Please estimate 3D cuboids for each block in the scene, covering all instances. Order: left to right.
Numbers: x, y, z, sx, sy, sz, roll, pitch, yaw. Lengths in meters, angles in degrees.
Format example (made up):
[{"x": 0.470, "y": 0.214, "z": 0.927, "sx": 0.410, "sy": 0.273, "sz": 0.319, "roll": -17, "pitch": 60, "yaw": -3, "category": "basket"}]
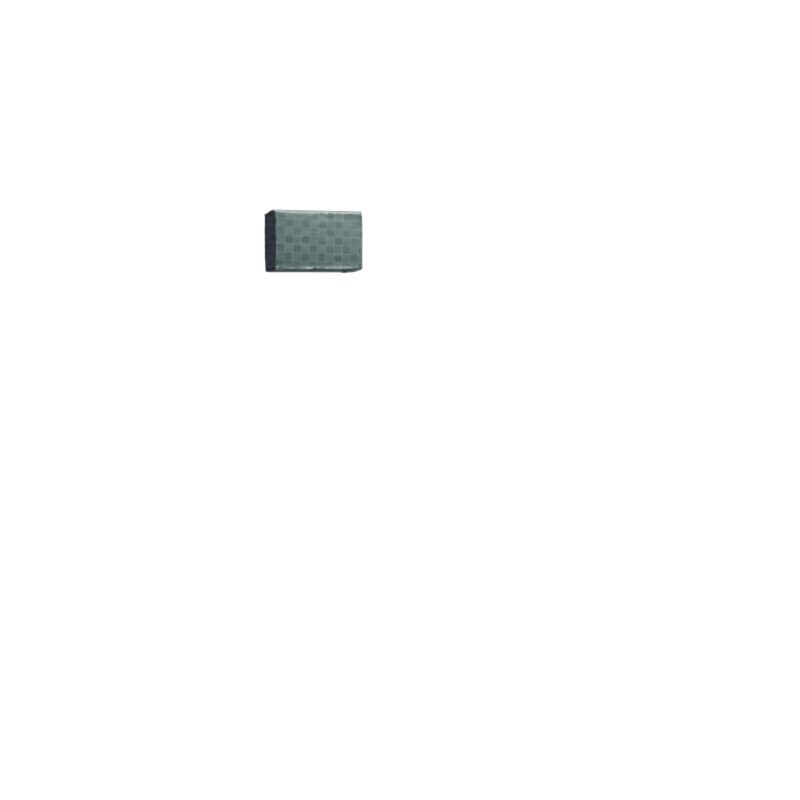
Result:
[{"x": -0.074, "y": -0.135, "z": 0.949, "sx": 0.077, "sy": 0.052, "sz": 0.053, "roll": 0, "pitch": 0, "yaw": -13, "category": "block"}]
